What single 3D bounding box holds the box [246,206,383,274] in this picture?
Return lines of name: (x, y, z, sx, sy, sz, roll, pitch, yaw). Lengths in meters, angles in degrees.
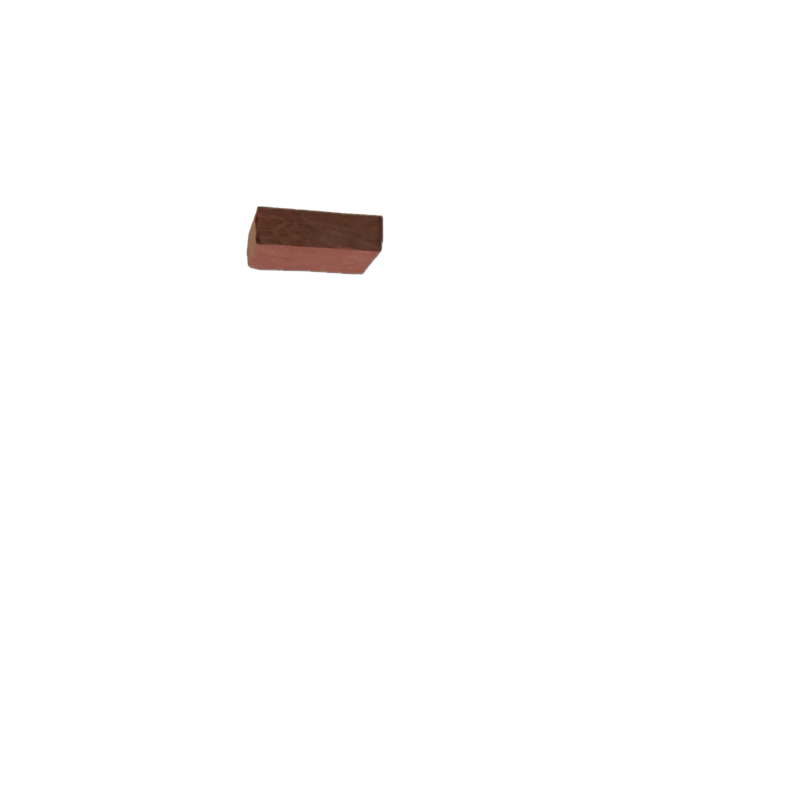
box: (-0.078, -0.141, 0.990, 0.112, 0.040, 0.088, 1, -9, -10)
